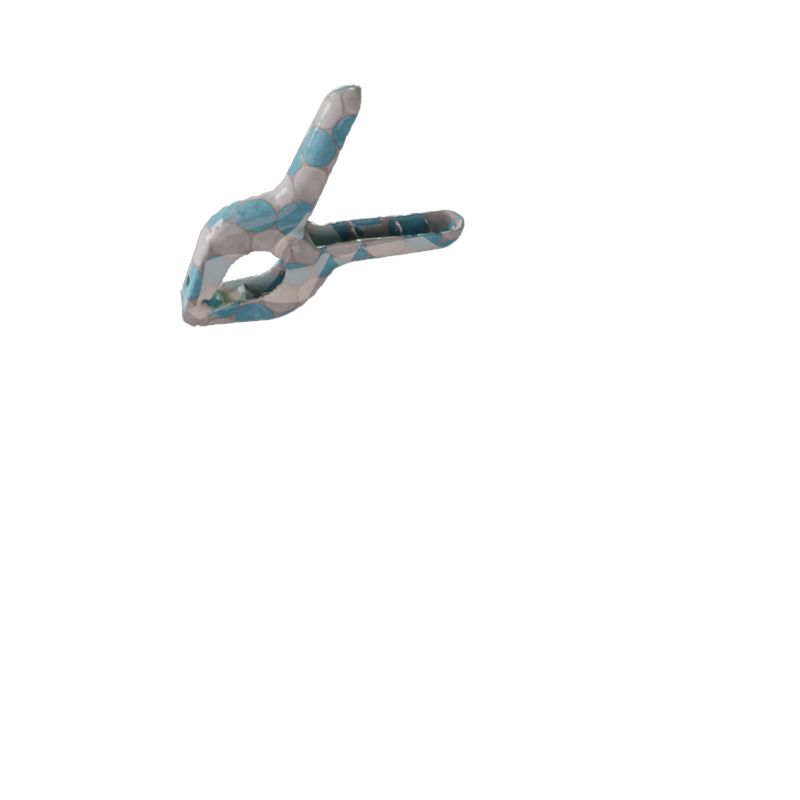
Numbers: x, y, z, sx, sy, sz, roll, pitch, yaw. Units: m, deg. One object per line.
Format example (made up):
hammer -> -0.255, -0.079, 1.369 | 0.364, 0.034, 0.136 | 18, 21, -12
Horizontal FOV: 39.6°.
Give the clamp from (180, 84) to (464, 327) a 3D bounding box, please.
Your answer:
clamp -> -0.050, -0.092, 0.644 | 0.170, 0.114, 0.042 | -38, 26, 22
